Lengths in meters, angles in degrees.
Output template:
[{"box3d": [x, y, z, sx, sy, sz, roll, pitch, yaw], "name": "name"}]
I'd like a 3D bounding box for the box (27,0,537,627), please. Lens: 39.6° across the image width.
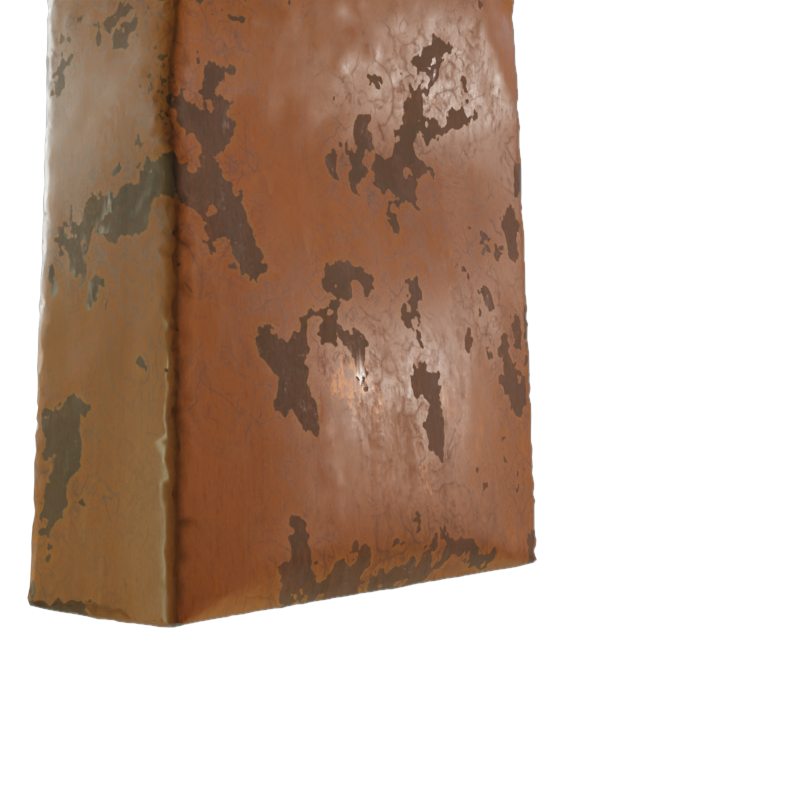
[{"box3d": [-0.027, -0.050, 0.351, 0.074, 0.219, 0.156, -9, -11, 40], "name": "box"}]
